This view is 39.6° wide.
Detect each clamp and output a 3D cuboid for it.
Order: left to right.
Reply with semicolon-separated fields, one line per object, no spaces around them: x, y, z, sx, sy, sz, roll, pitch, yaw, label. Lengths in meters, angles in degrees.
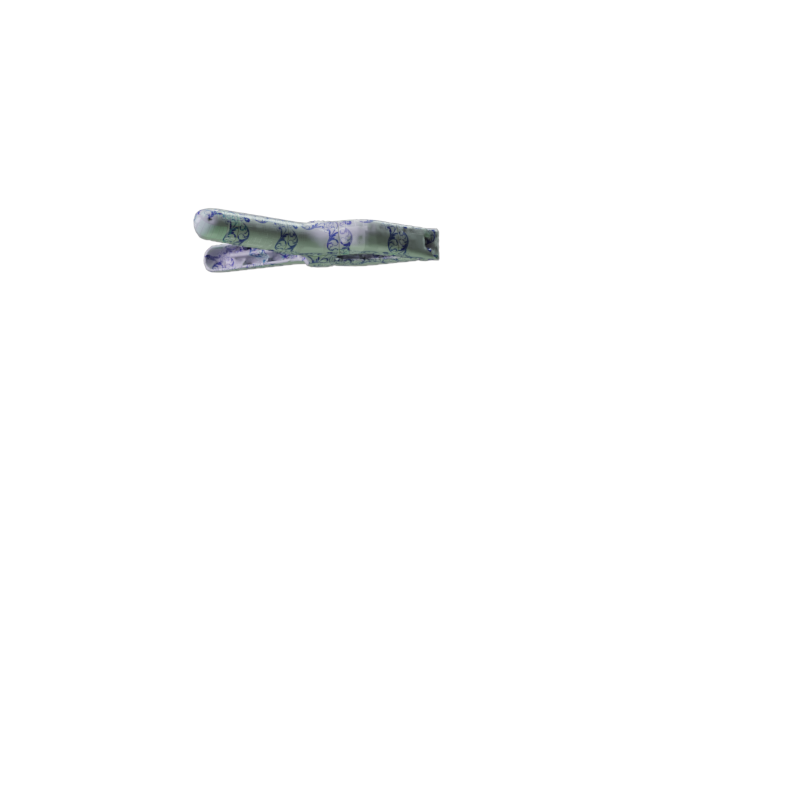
-0.072;-0.132;0.923;0.211;0.037;0.161;0;-3;3;clamp
